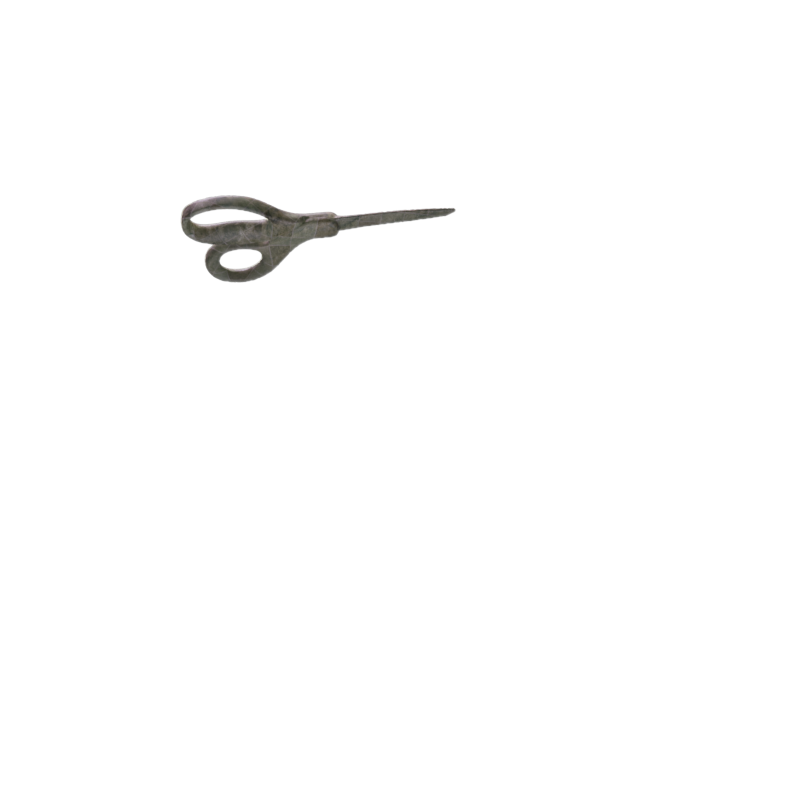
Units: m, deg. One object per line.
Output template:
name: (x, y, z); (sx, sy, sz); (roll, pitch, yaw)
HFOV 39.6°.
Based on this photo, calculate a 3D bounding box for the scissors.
scissors: (-0.066, -0.120, 0.844); (0.200, 0.017, 0.090); (4, -37, -5)
